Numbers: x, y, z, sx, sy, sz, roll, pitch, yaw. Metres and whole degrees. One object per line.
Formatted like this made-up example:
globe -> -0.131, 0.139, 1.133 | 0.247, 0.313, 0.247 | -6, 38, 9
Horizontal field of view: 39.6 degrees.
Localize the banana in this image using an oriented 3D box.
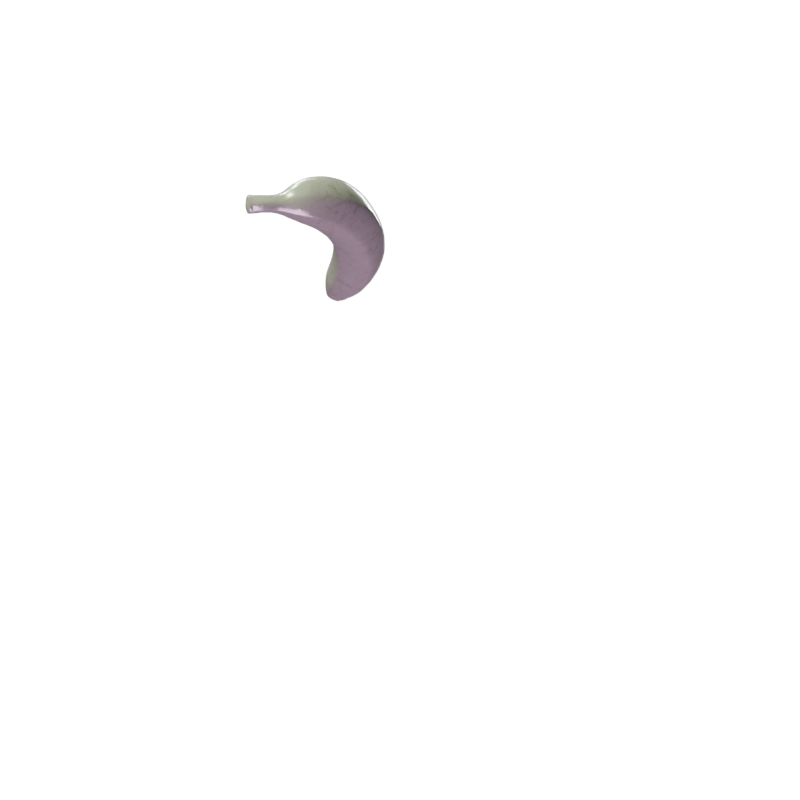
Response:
banana -> -0.045, -0.116, 0.788 | 0.071, 0.038, 0.186 | -5, -17, 14
